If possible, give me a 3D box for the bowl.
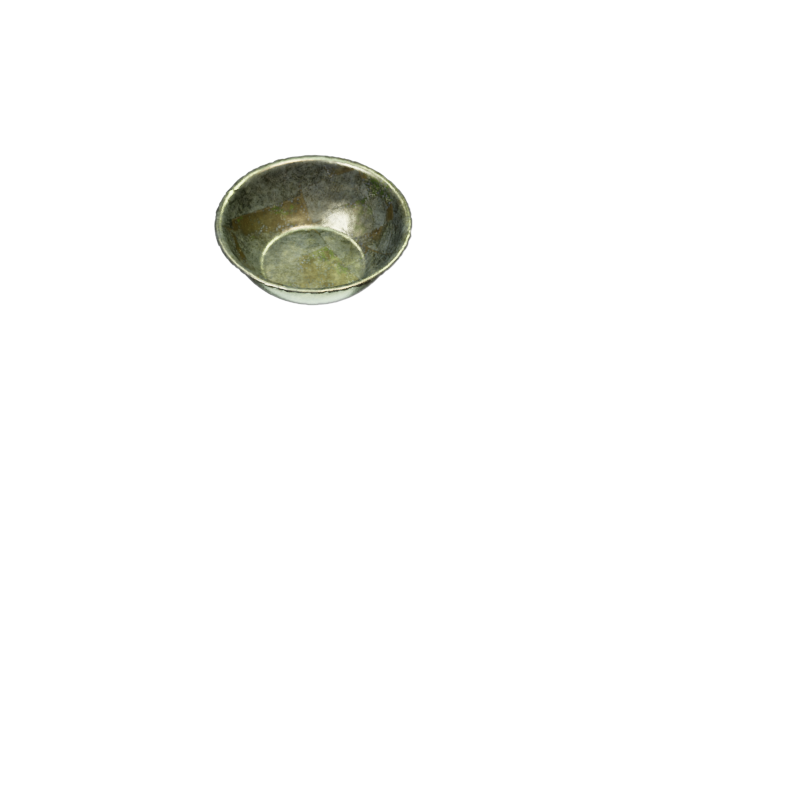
[{"bbox_3d":[-0.072,-0.132,0.924,0.162,0.174,0.051,-1,-41,-1],"label":"bowl"}]
